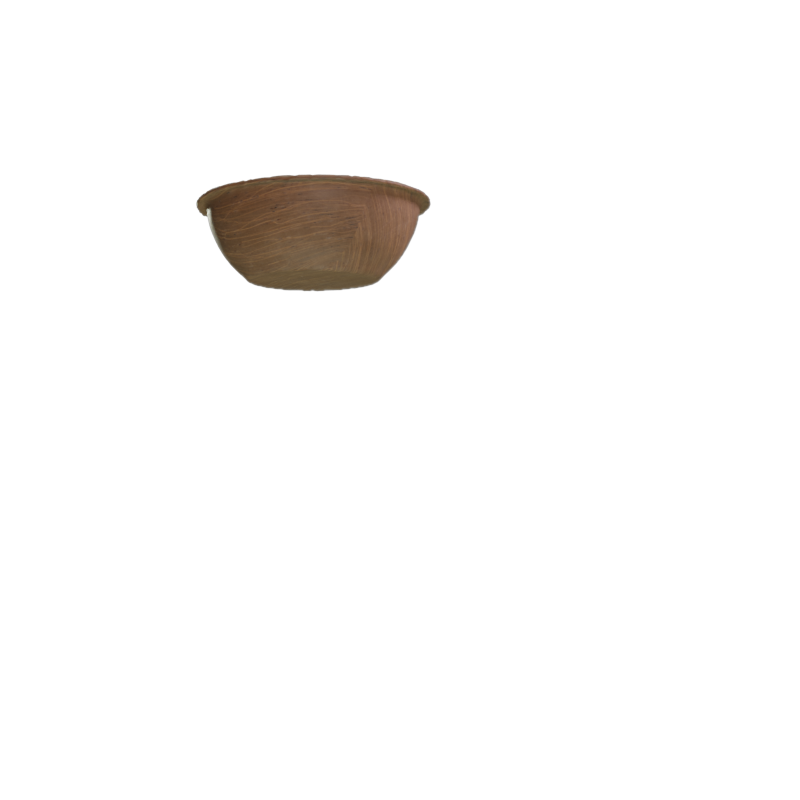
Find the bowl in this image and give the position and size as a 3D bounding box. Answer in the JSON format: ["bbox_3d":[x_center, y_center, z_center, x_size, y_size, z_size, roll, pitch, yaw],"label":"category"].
[{"bbox_3d":[-0.059,-0.108,0.760,0.162,0.056,0.159,0,-4,-2],"label":"bowl"}]
